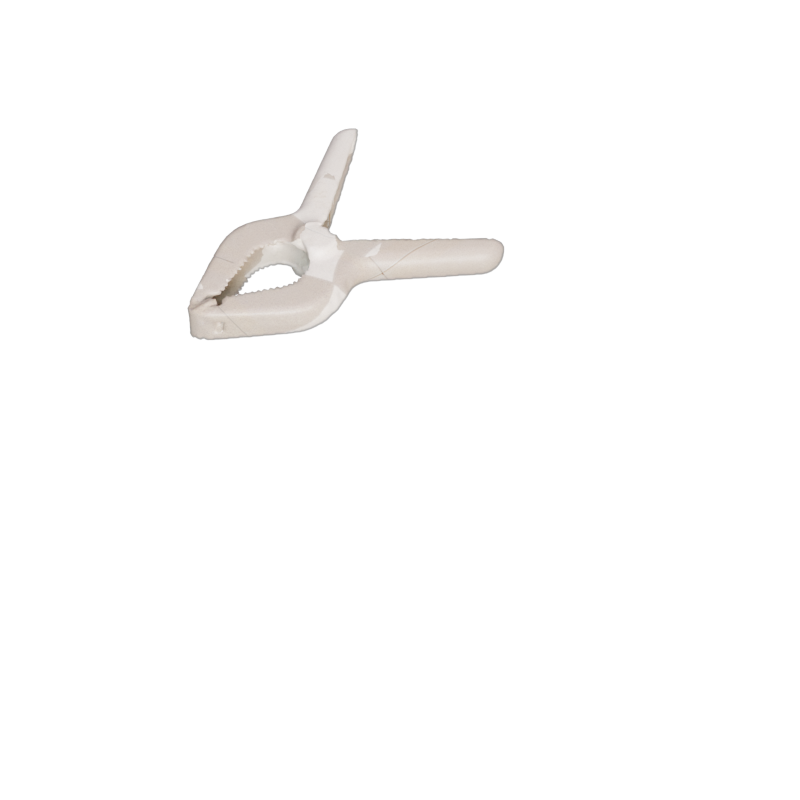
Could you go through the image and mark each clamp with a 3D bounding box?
[{"bbox_3d":[-0.059,-0.108,0.754,0.209,0.034,0.177,-27,54,-22],"label":"clamp"}]
